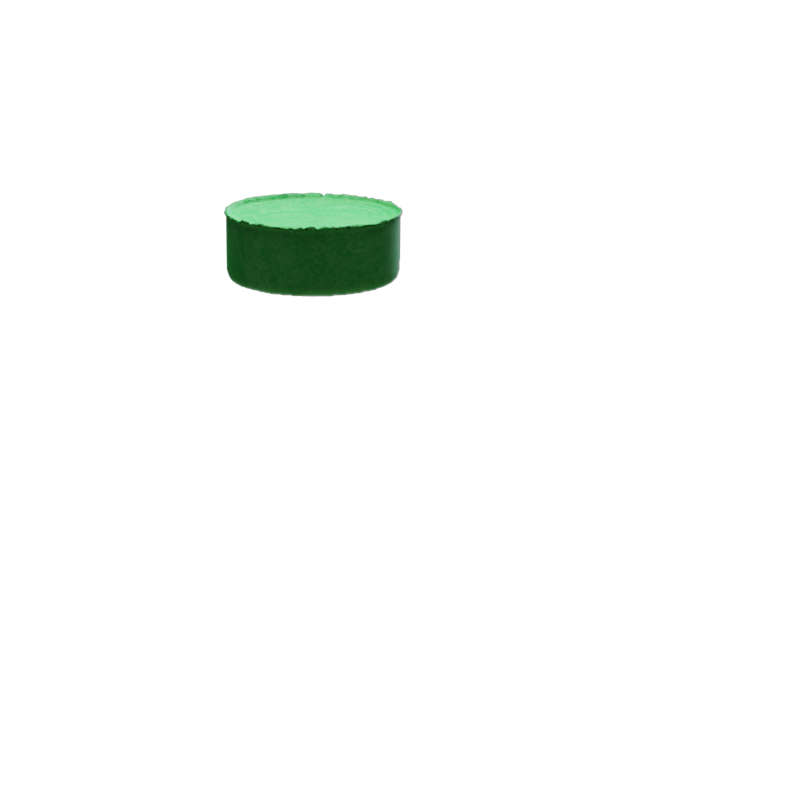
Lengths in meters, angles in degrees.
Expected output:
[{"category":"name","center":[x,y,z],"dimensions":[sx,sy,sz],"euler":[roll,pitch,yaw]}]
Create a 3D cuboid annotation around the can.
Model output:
[{"category":"can","center":[-0.042,-0.077,0.538],"dimensions":[0.086,0.032,0.089],"euler":[-1,20,-2]}]
